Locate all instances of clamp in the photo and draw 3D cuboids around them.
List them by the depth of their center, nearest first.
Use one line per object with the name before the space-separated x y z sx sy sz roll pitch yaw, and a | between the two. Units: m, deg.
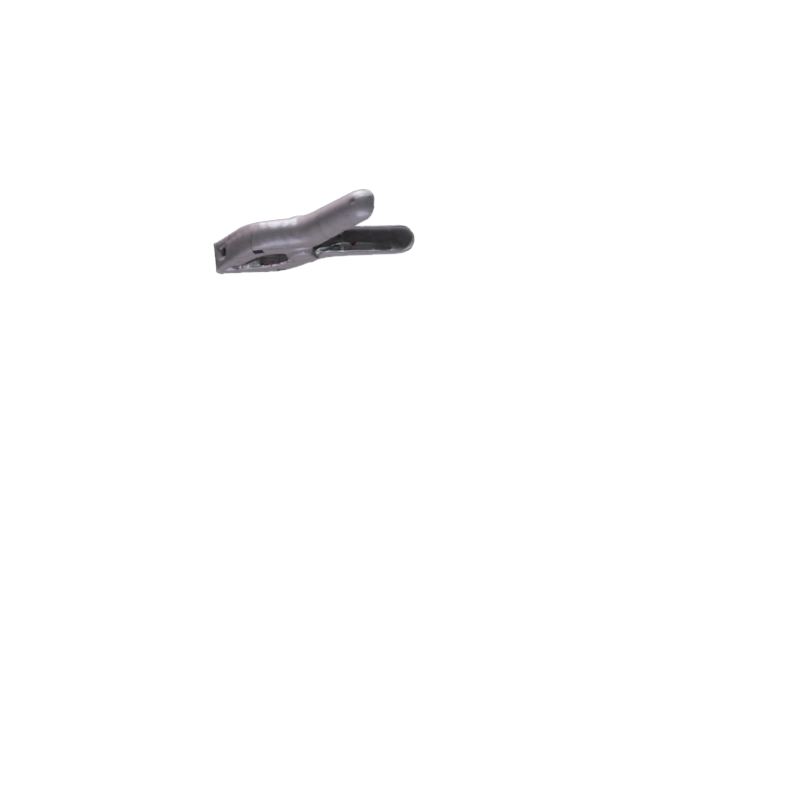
clamp | -0.074 -0.135 0.947 0.175 0.041 0.112 -9 -19 27
